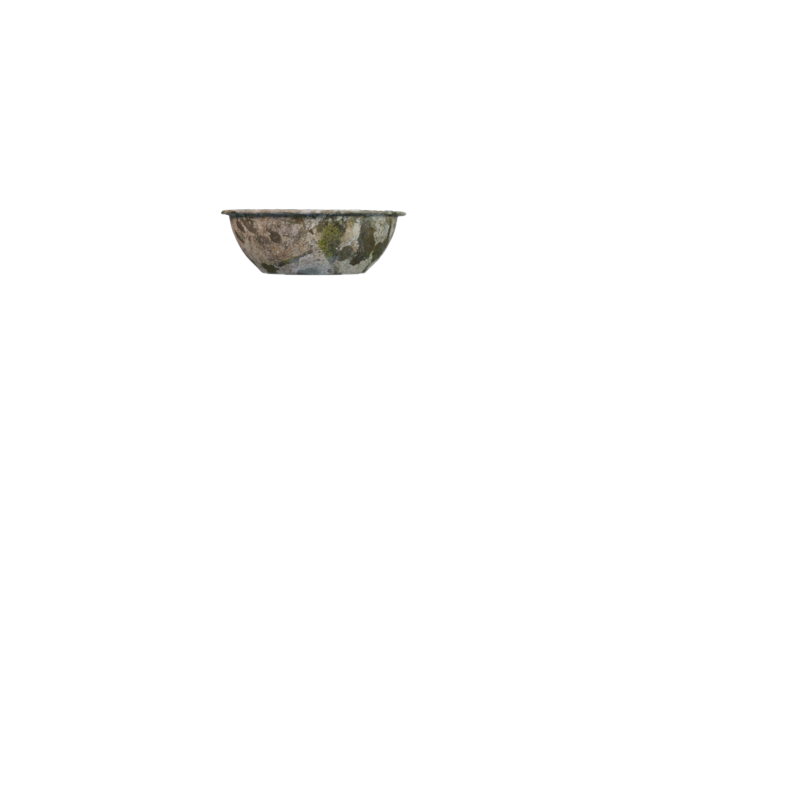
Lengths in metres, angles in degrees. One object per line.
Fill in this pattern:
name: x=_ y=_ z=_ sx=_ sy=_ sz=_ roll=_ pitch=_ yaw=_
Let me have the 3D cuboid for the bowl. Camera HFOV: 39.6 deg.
bowl: x=-0.076 y=-0.138 z=0.968 sx=0.162 sy=0.054 sz=0.164 roll=0 pitch=8 yaw=-2
